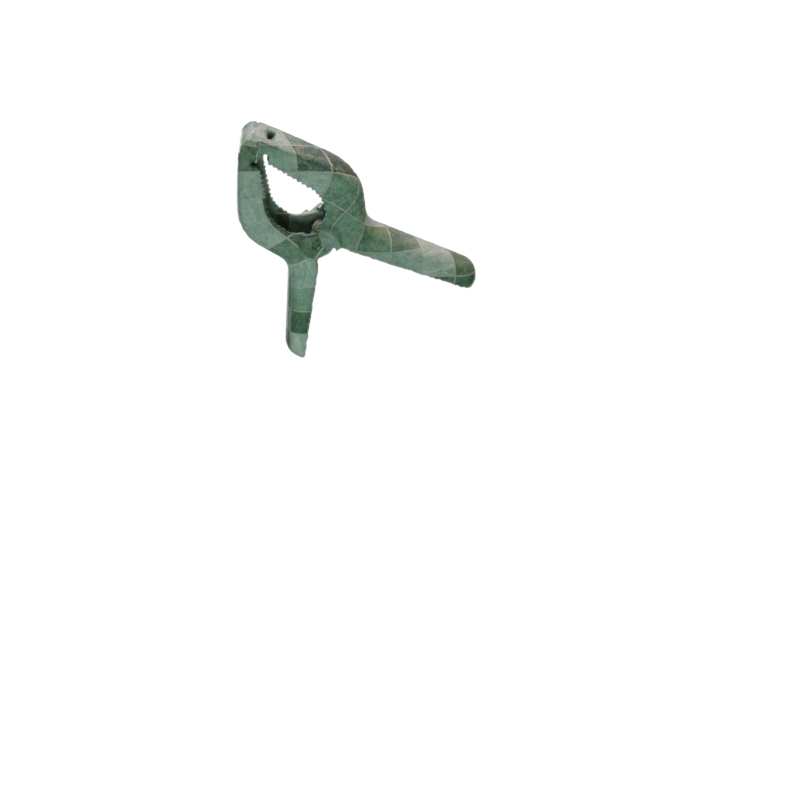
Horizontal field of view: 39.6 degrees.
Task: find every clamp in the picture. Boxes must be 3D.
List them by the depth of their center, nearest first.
[{"bbox_3d":[-0.065,-0.119,0.831,0.164,0.039,0.196,-29,-55,23],"label":"clamp"}]
